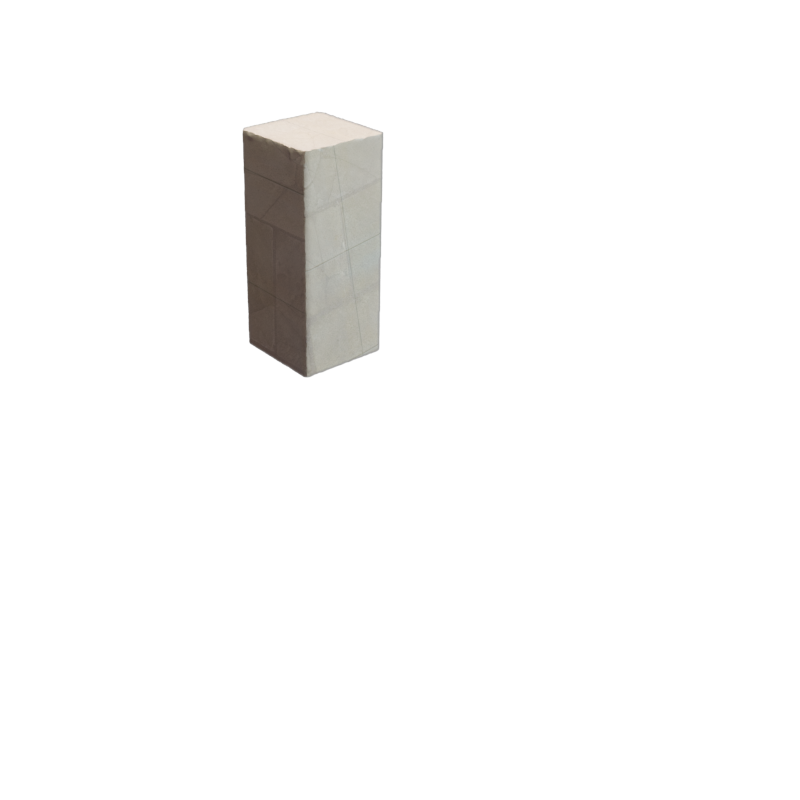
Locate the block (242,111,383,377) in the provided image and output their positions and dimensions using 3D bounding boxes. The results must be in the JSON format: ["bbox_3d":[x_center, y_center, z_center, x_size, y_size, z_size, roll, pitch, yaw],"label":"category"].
[{"bbox_3d":[-0.077,-0.140,0.981,0.089,0.196,0.097,-18,31,-37],"label":"block"}]
